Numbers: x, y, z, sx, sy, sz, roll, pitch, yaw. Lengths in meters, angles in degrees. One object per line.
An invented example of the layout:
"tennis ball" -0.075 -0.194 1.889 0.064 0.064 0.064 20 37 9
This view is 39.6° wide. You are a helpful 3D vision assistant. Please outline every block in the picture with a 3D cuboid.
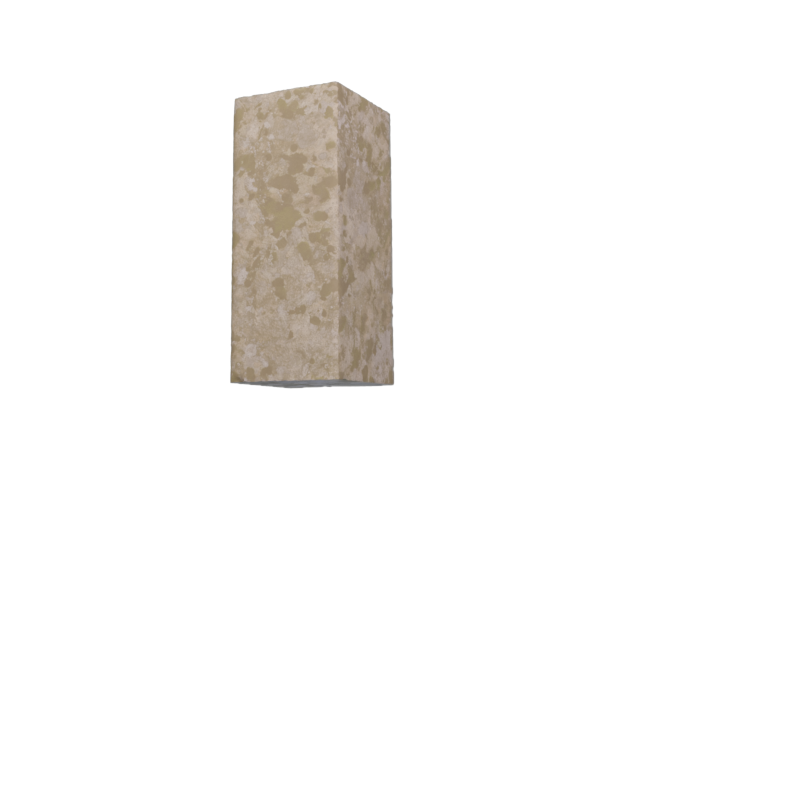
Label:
"block" -0.064 -0.115 0.807 0.092 0.211 0.086 -5 -10 26
